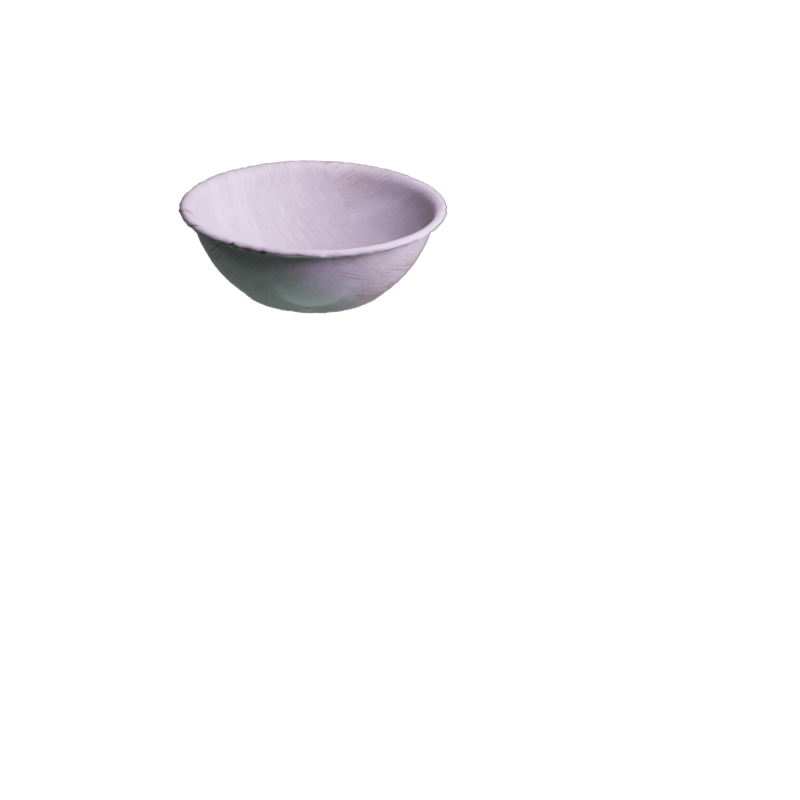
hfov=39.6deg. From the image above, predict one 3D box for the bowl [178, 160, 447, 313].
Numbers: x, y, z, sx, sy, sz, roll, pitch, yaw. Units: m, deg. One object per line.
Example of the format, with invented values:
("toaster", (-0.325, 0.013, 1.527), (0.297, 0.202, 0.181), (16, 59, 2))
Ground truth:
("bowl", (-0.053, -0.097, 0.681), (0.162, 0.052, 0.172), (-1, 29, -2))
